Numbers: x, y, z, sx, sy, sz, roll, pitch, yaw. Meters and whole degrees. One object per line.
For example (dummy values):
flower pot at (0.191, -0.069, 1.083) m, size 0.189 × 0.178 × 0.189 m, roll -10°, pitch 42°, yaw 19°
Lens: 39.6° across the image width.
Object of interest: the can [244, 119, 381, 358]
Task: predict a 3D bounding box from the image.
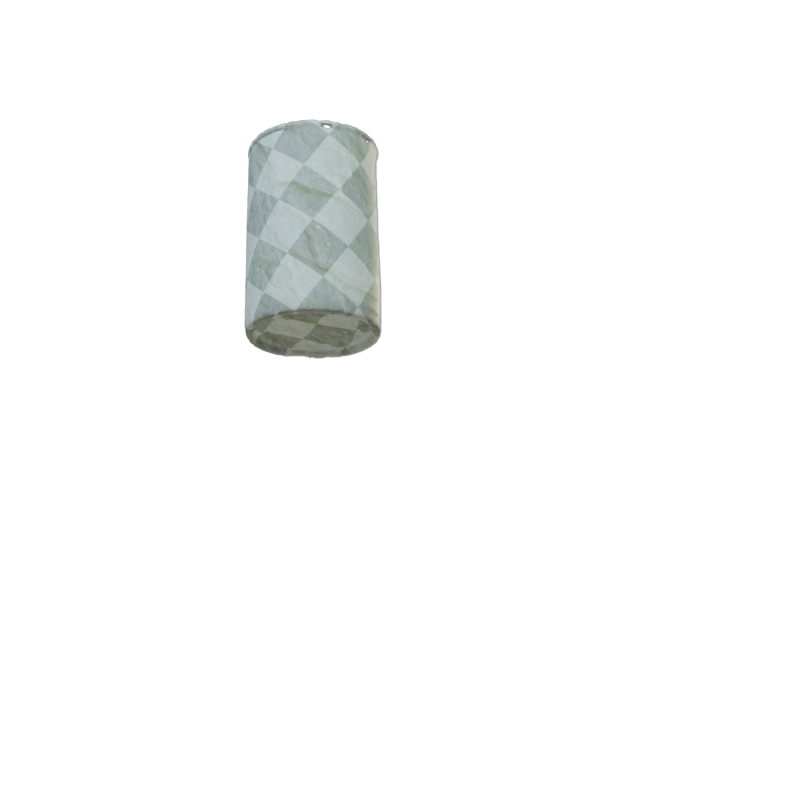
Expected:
can at (-0.043, -0.079, 0.555) m, size 0.068 × 0.108 × 0.065 m, roll 0°, pitch -23°, yaw -2°
